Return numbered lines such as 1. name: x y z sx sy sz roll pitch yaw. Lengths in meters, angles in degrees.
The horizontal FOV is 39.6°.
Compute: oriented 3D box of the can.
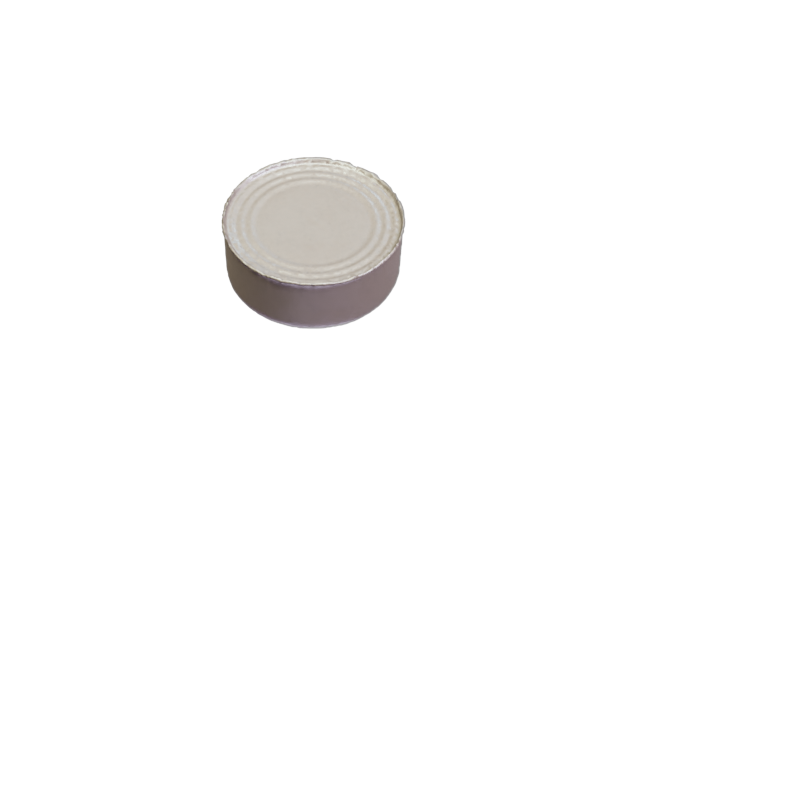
1. can: -0.041 -0.076 0.529 0.086 0.092 0.031 -1 -41 -1
